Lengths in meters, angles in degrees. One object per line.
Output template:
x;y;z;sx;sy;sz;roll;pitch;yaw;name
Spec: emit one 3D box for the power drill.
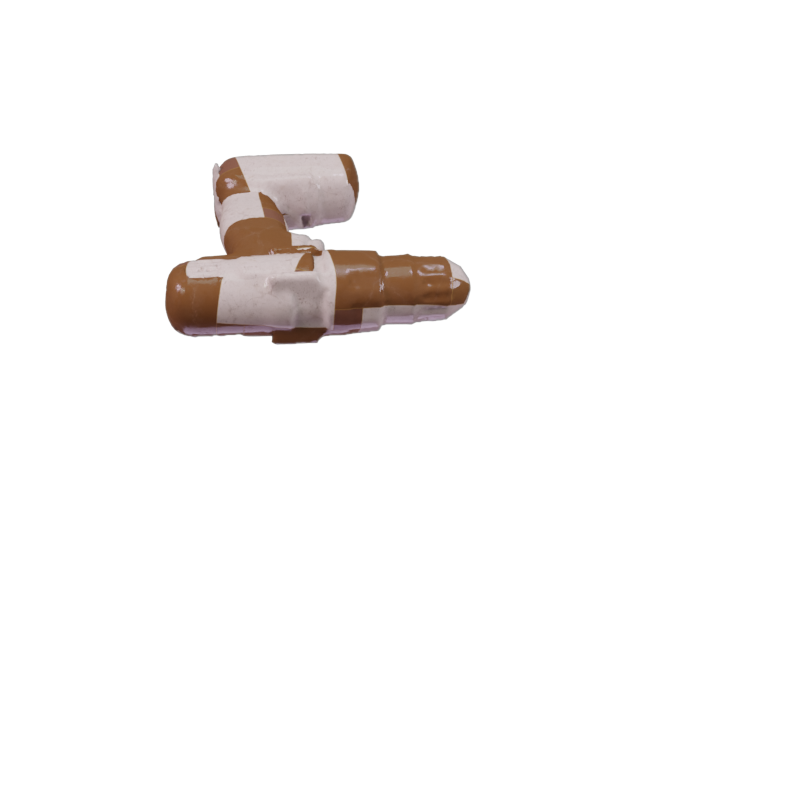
-0.057;-0.105;0.733;0.184;0.054;0.200;-2;32;-4;power drill
